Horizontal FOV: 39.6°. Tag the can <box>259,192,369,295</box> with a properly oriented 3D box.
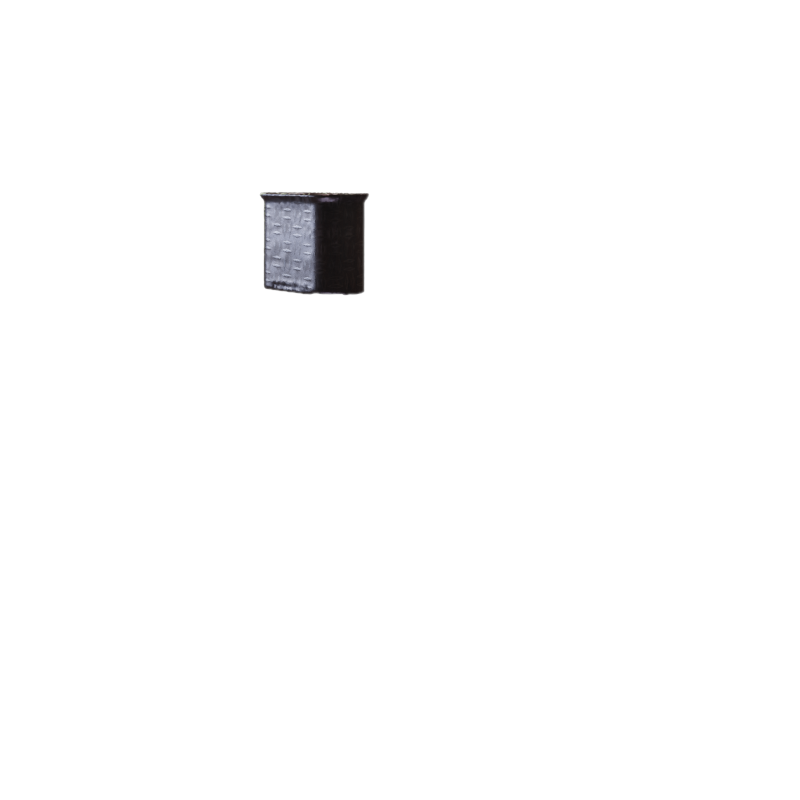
[{"bbox_3d":[-0.074,-0.135,0.943,0.056,0.083,0.107,-5,10,-40],"label":"can"}]
